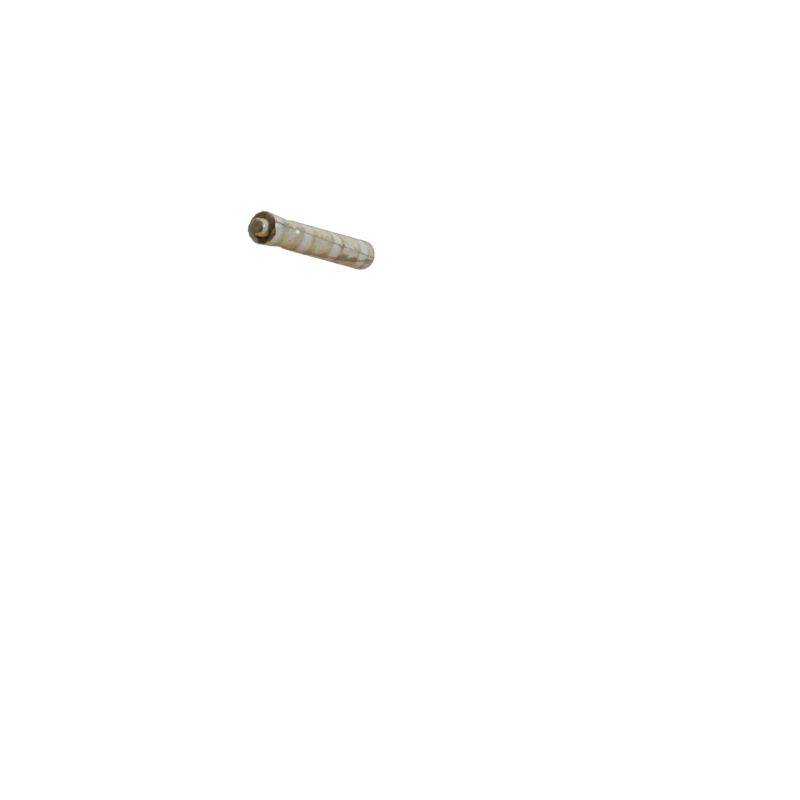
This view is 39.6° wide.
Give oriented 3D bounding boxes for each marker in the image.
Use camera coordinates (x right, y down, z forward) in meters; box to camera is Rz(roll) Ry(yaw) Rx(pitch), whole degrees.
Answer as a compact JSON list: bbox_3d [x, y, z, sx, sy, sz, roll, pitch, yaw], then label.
[{"bbox_3d":[-0.051,-0.093,0.648,0.020,0.020,0.116,2,0,28],"label":"marker"}]
